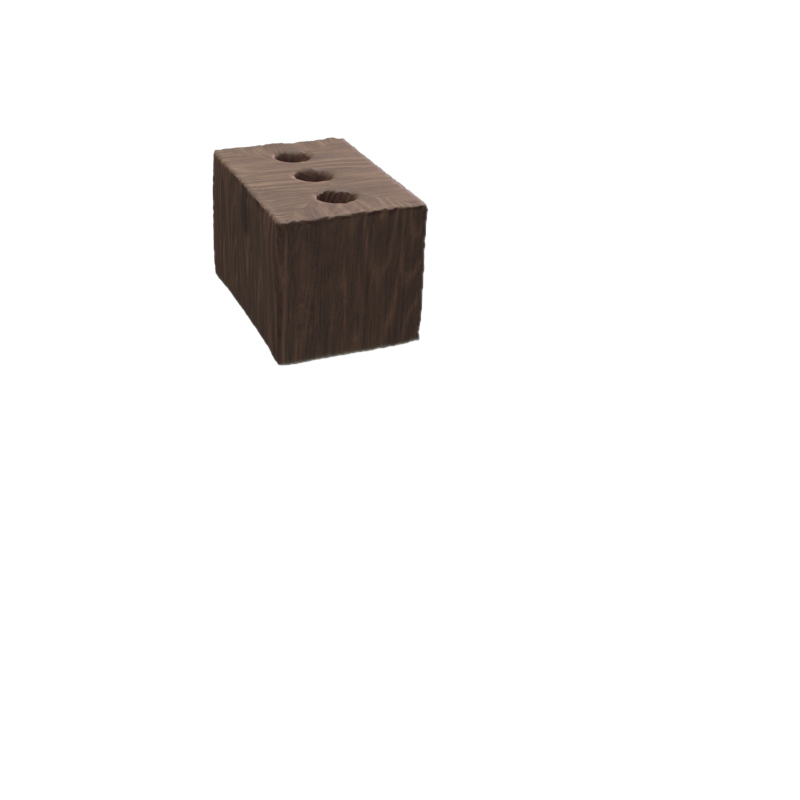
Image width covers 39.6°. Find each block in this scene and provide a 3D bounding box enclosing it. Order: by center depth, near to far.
[{"bbox_3d":[-0.030,-0.055,0.387,0.052,0.048,0.084,-10,30,-21],"label":"block"}]
